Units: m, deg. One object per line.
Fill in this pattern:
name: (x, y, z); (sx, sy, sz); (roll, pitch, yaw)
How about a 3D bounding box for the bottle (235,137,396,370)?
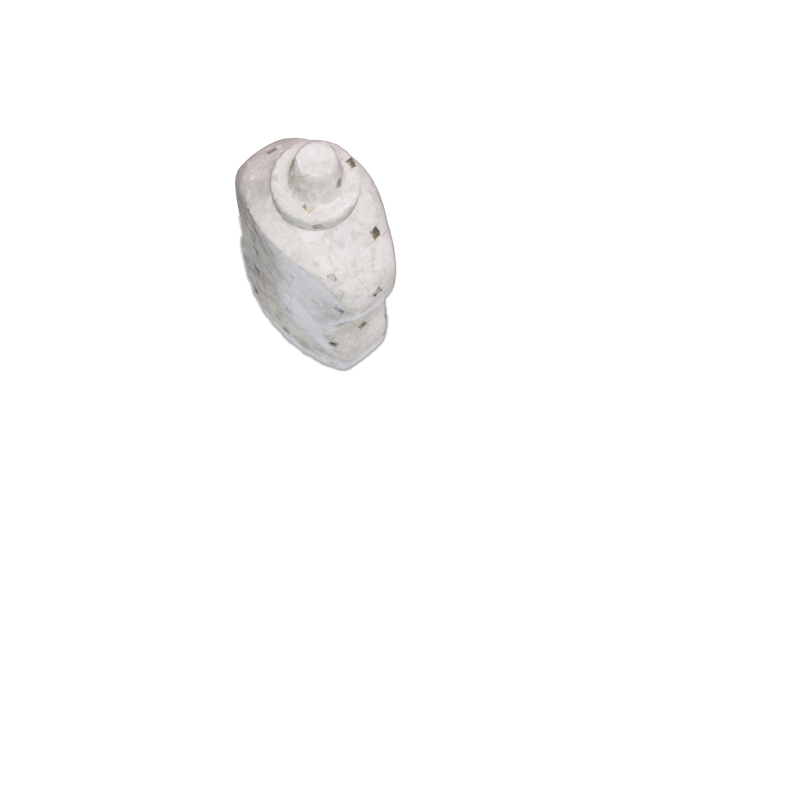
bottle: (-0.044, -0.081, 0.562); (0.059, 0.100, 0.184); (-36, -10, -12)
